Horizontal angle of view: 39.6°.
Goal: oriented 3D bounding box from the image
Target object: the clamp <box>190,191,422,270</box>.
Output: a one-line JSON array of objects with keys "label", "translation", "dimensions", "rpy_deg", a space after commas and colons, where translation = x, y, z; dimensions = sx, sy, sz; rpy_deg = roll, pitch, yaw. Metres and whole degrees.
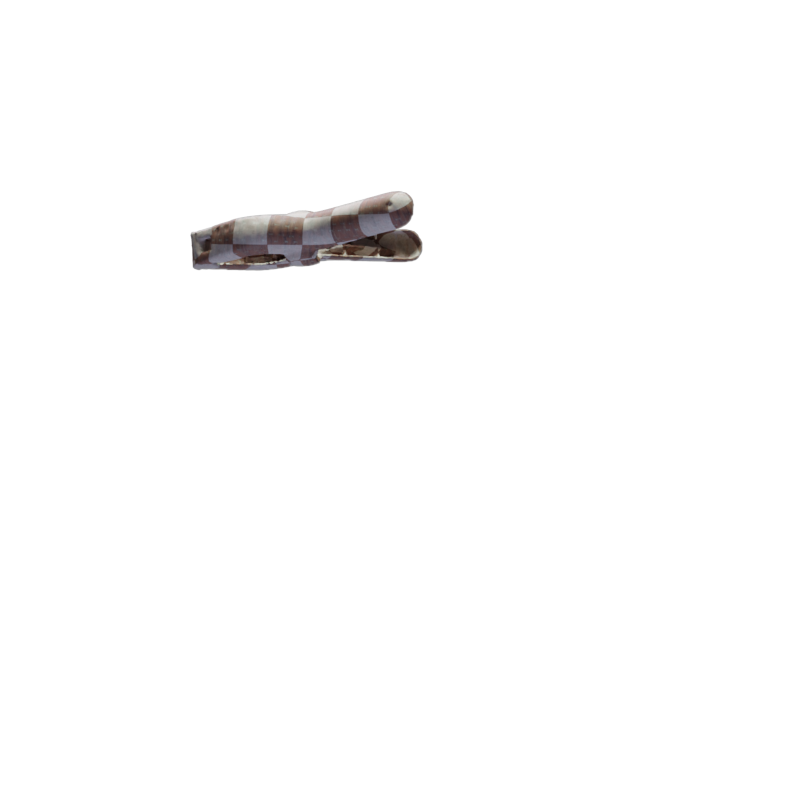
[{"label": "clamp", "translation": [-0.063, -0.115, 0.807], "dimensions": [0.174, 0.041, 0.113], "rpy_deg": [-4, -14, 15]}]
